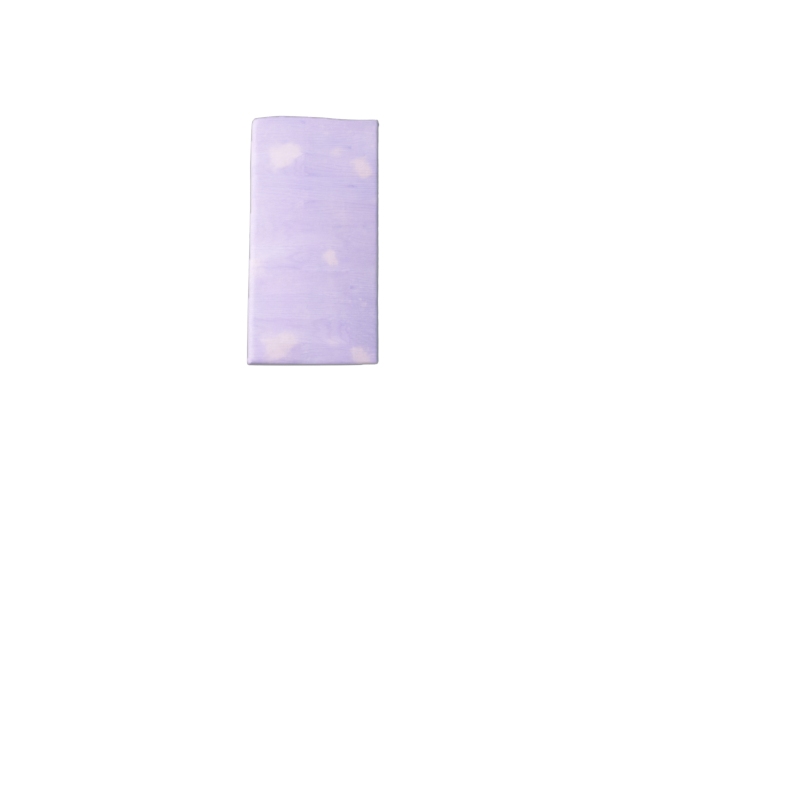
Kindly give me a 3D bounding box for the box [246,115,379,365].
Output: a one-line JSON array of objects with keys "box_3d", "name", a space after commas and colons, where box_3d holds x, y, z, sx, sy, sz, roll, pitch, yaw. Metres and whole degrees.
[{"box_3d": [-0.062, -0.113, 0.793, 0.092, 0.179, 0.048, 0, -6, -6], "name": "box"}]
